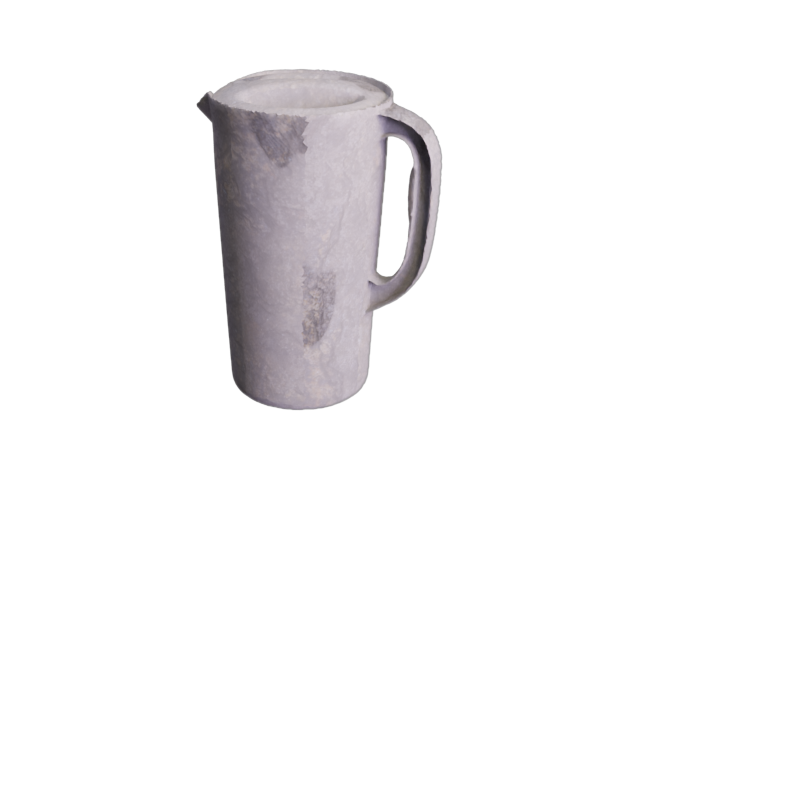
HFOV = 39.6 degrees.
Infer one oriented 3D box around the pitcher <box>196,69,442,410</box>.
[{"bbox_3d":[-0.065,-0.118,0.827,0.142,0.231,0.160,-9,27,-22],"label":"pitcher"}]
